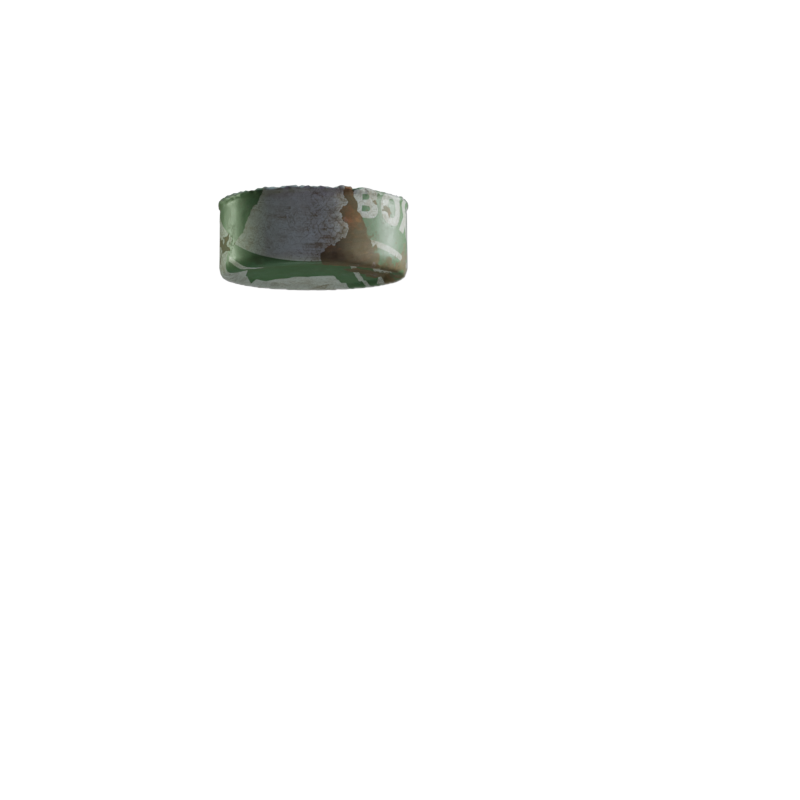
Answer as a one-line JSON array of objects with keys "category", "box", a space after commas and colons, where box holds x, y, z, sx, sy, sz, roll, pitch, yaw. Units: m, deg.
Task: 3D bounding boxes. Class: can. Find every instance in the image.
[{"category": "can", "box": [-0.039, -0.071, 0.498, 0.086, 0.034, 0.085, 0, -3, -2]}]
